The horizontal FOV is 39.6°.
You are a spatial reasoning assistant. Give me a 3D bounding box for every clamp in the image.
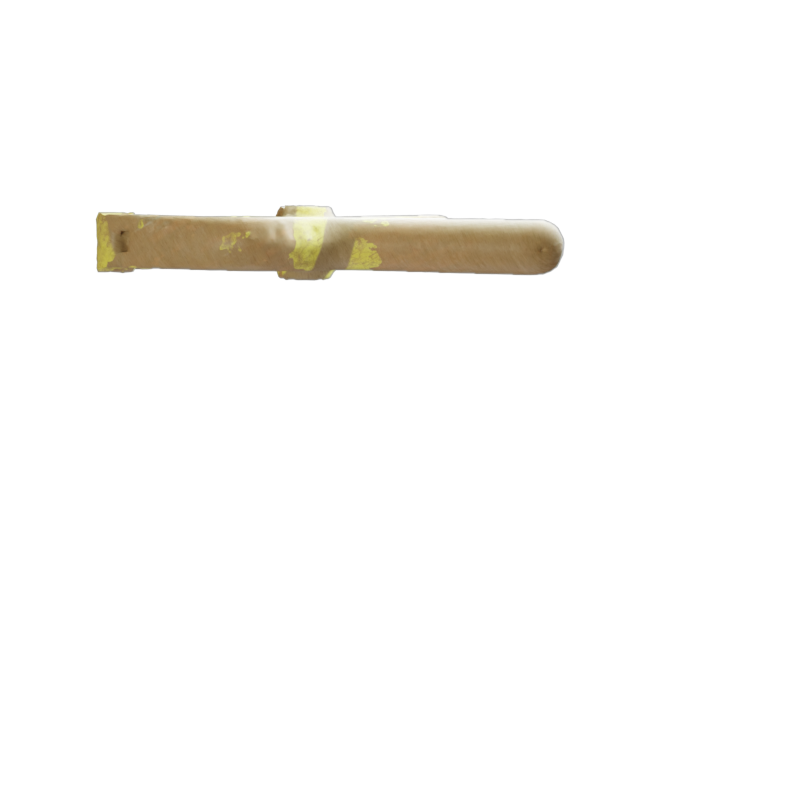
[{"bbox_3d":[-0.043,-0.079,0.555,0.208,0.036,0.168,-1,9,-6],"label":"clamp"}]
